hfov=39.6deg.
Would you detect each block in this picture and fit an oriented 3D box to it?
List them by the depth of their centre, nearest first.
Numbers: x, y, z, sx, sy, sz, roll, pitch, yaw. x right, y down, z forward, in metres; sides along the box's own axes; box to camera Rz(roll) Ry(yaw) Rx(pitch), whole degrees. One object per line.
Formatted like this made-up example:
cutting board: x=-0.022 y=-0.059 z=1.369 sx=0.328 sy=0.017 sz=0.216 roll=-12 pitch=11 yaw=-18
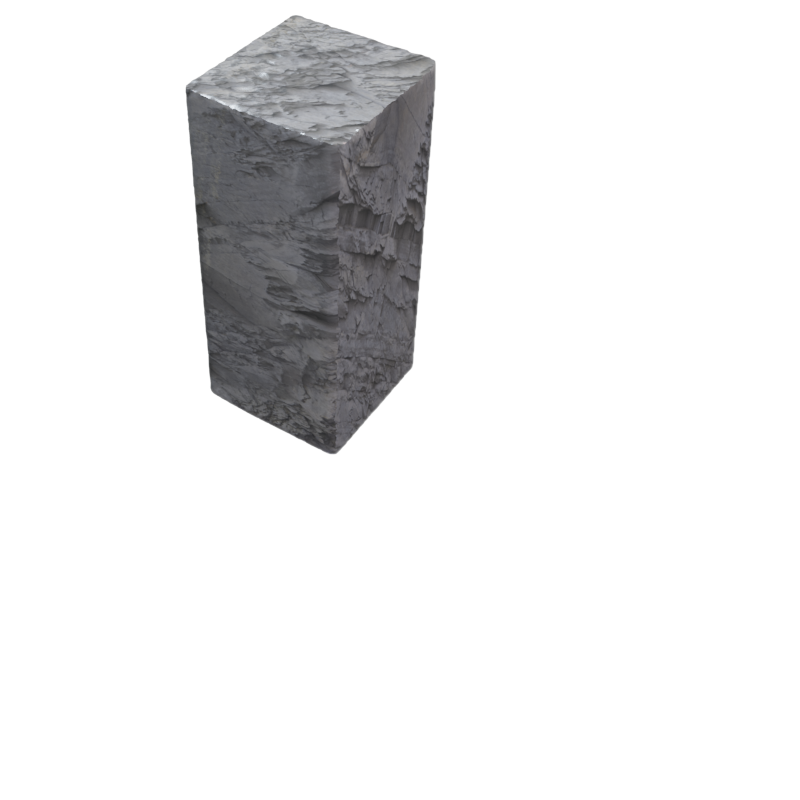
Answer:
block: x=-0.046 y=-0.084 z=0.589 sx=0.095 sy=0.192 sz=0.093 roll=25 pitch=47 yaw=22
